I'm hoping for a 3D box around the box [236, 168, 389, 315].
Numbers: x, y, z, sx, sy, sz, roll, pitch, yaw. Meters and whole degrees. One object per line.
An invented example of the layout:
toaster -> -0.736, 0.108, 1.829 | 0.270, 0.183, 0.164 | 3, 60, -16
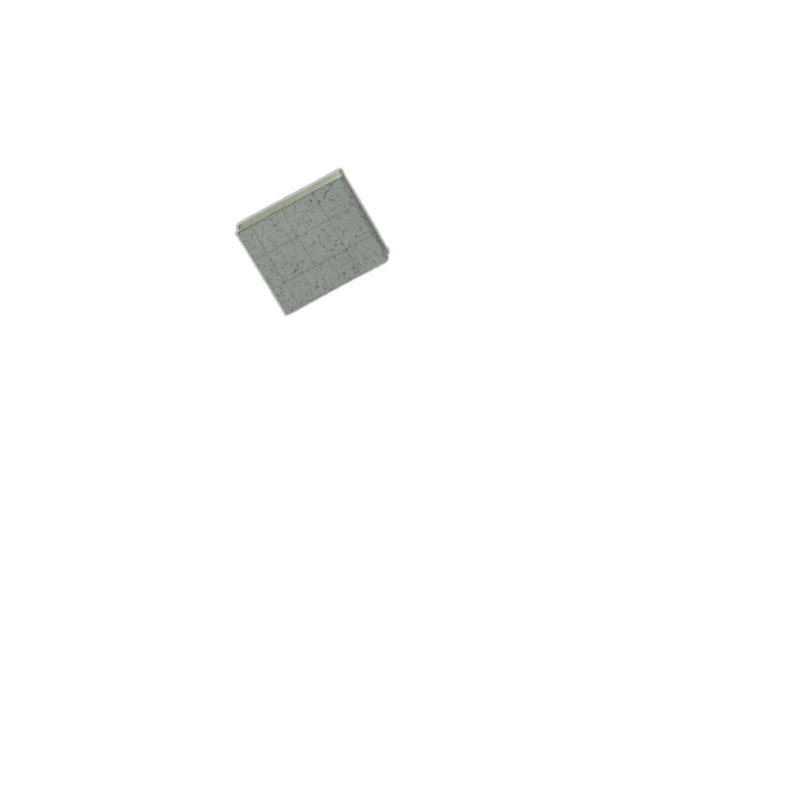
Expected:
box -> -0.063, -0.116, 0.809 | 0.089, 0.070, 0.031 | -28, 17, 9
